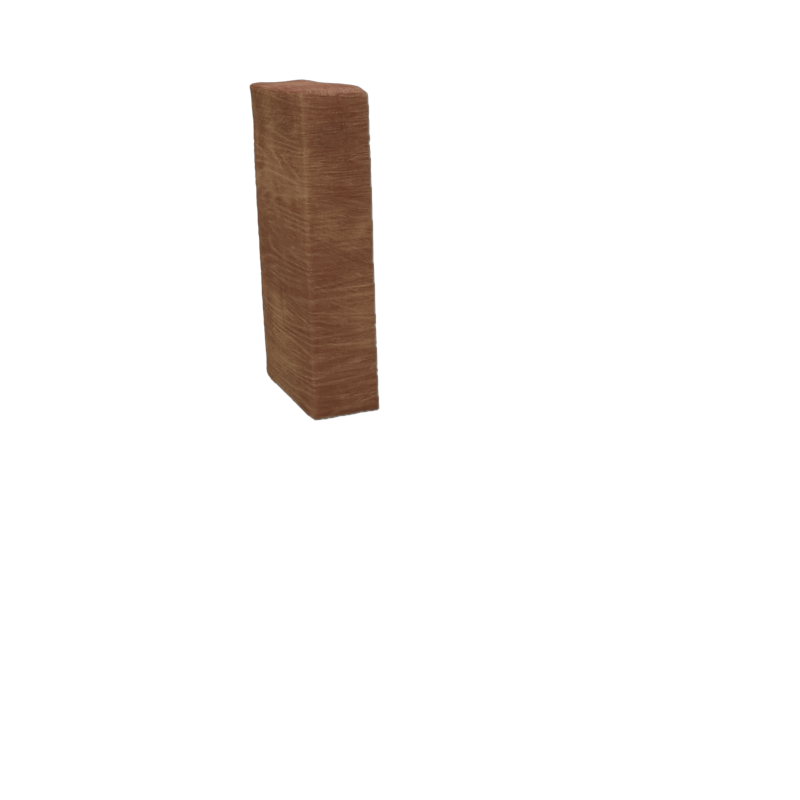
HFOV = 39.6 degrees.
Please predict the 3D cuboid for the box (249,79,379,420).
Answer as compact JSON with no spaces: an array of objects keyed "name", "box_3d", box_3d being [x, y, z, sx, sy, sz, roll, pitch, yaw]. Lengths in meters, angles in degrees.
[{"name":"box","box_3d":[-0.048,-0.089,0.620,0.047,0.171,0.098,-4,15,-22]}]
